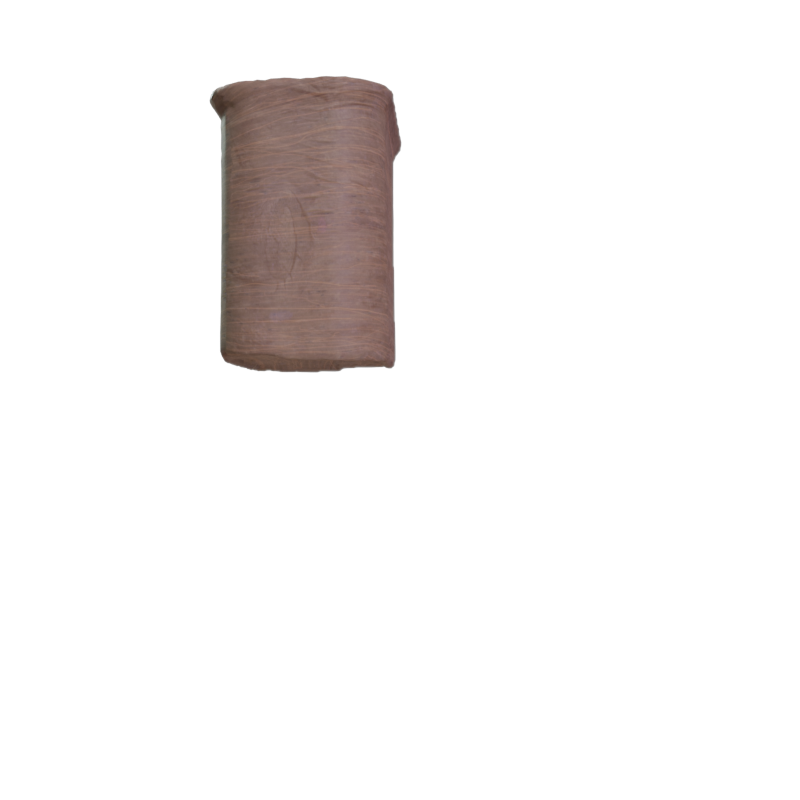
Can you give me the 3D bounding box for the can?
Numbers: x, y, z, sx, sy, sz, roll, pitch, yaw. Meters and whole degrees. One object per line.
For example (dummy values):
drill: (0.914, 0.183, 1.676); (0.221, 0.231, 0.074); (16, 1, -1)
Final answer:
can: (-0.029, -0.053, 0.371); (0.058, 0.085, 0.100); (-1, -4, 3)
